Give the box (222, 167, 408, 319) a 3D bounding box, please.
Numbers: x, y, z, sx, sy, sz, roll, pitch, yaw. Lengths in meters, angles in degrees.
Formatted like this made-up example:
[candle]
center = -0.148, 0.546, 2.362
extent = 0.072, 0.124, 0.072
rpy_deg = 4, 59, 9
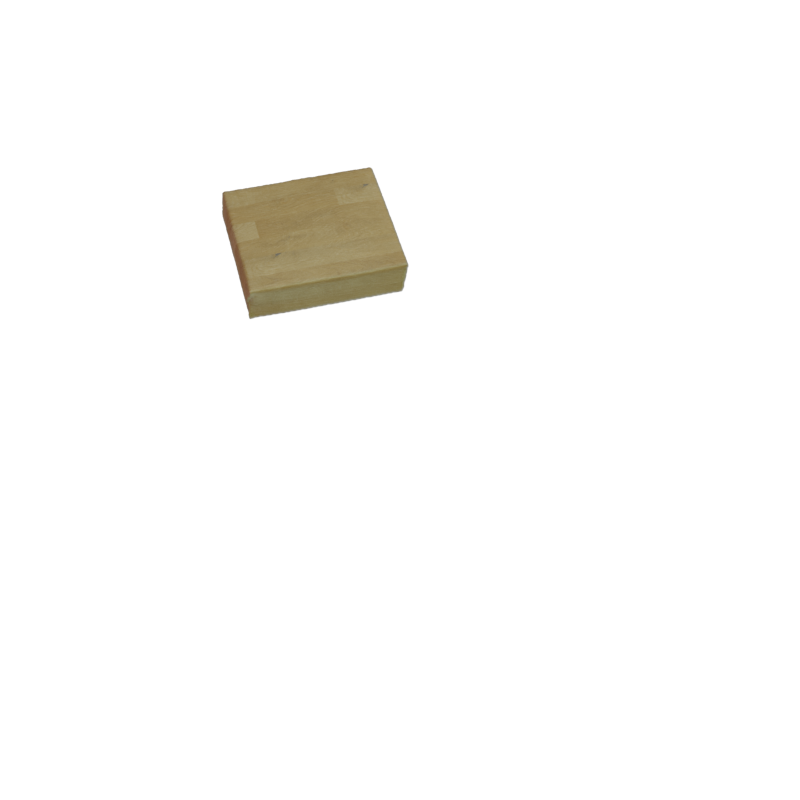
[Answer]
[box]
center = -0.060, -0.110, 0.771
extent = 0.113, 0.097, 0.036
rpy_deg = -13, -34, -9
